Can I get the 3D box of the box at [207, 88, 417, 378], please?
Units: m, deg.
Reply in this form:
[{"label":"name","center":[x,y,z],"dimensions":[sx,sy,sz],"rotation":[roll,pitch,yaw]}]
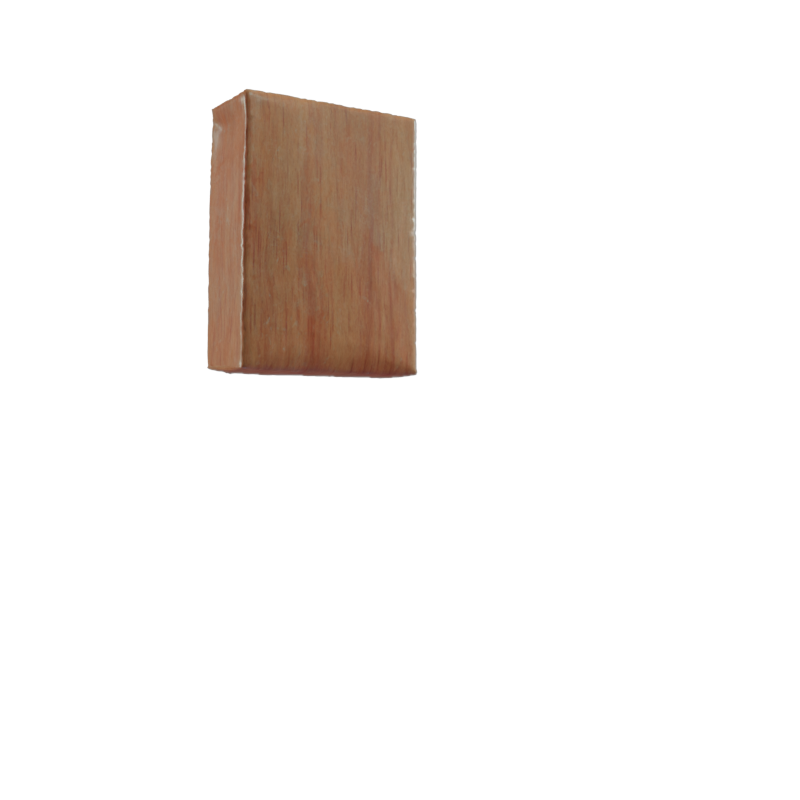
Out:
[{"label":"box","center":[-0.070,-0.127,0.889],"dimensions":[0.157,0.218,0.073],"rotation":[4,-9,-33]}]
